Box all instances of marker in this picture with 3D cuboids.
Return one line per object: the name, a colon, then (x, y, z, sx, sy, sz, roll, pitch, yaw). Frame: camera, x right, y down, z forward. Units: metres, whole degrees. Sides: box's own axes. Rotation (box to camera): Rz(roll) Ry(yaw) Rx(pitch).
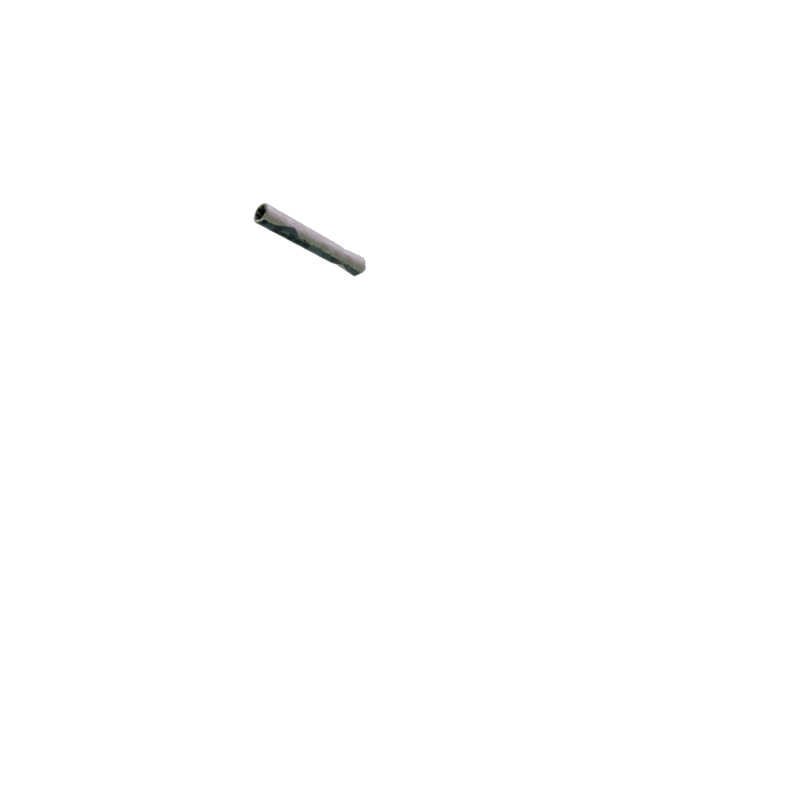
marker: (-0.075, -0.137, 0.958, 0.113, 0.020, 0.021, 25, -13, -36)
